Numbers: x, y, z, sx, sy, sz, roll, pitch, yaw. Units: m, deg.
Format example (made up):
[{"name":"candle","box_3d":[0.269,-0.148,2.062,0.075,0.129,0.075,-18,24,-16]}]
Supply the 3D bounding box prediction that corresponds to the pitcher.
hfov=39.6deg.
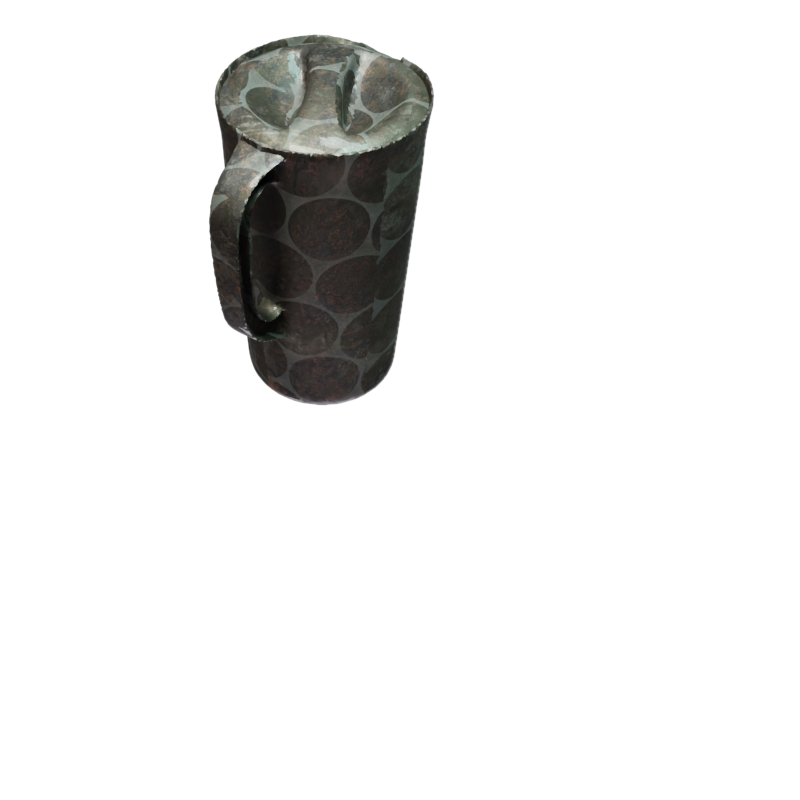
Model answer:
[{"name":"pitcher","box_3d":[-0.058,-0.106,0.741,0.147,0.226,0.157,-9,45,-12]}]
